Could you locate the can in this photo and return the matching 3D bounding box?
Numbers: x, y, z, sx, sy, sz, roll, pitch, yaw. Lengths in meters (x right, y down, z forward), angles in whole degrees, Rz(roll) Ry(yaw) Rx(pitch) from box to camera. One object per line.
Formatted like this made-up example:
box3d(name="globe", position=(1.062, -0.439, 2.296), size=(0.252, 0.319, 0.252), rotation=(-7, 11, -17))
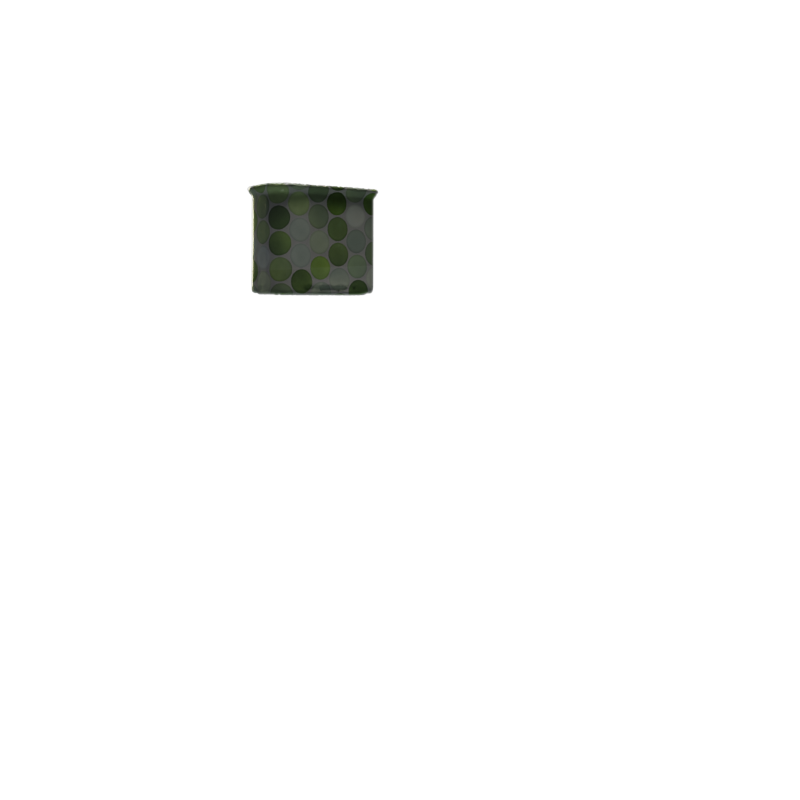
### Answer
box3d(name="can", position=(-0.068, -0.124, 0.867), size=(0.098, 0.084, 0.059), rotation=(-1, 0, -34))
